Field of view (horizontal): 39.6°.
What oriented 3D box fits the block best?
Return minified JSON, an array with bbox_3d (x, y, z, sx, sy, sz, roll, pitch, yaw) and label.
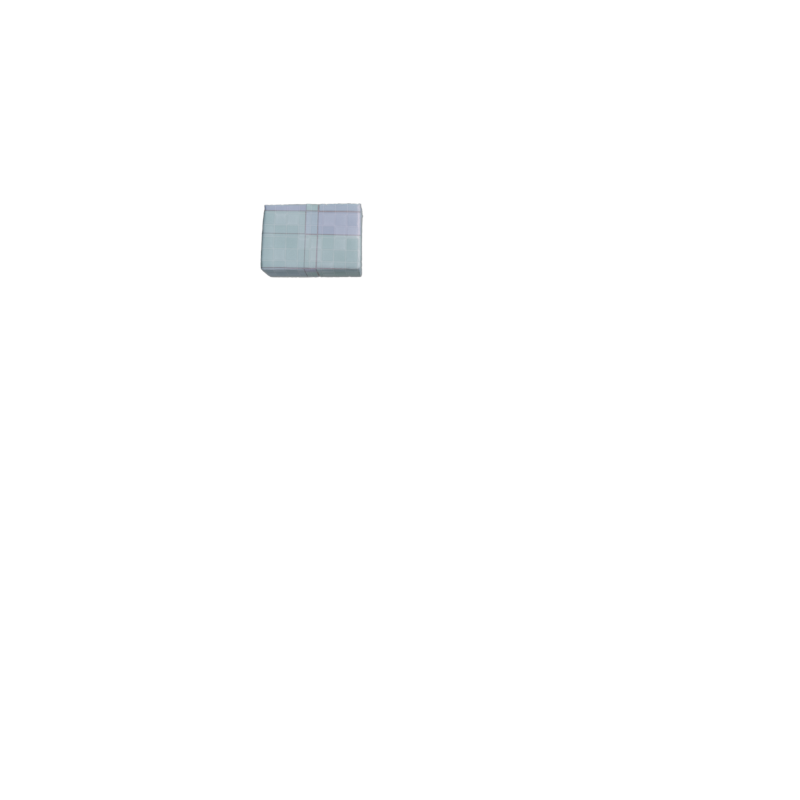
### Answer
[{"bbox_3d":[-0.069,-0.125,0.877,0.078,0.052,0.052,0,-5,3],"label":"block"}]
